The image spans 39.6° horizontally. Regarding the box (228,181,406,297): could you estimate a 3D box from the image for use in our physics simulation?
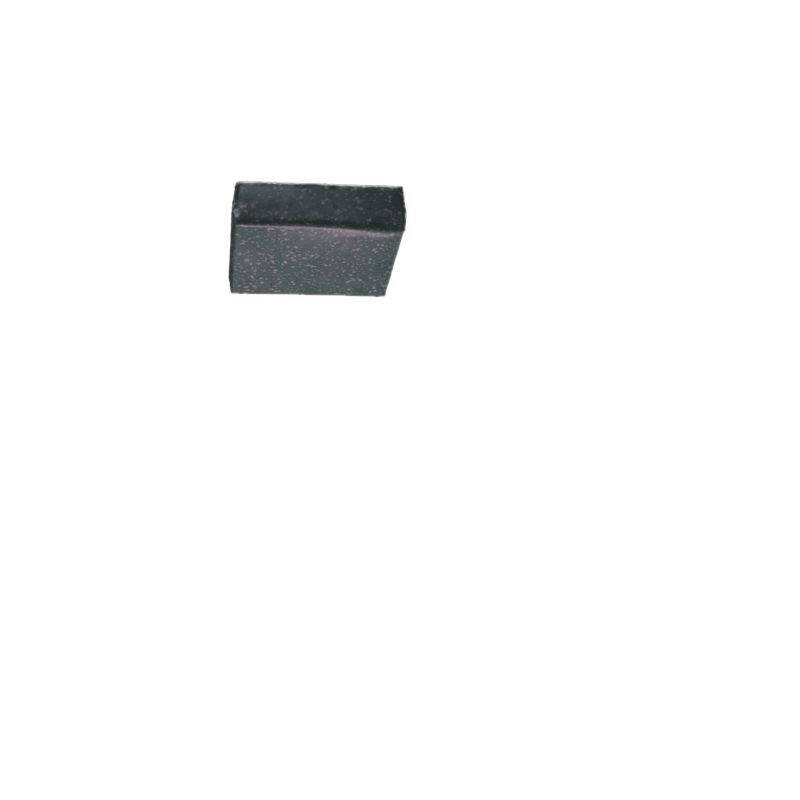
[{"bbox_3d":[-0.058,-0.107,0.746,0.112,0.041,0.085,3,-27,-7],"label":"box"}]
